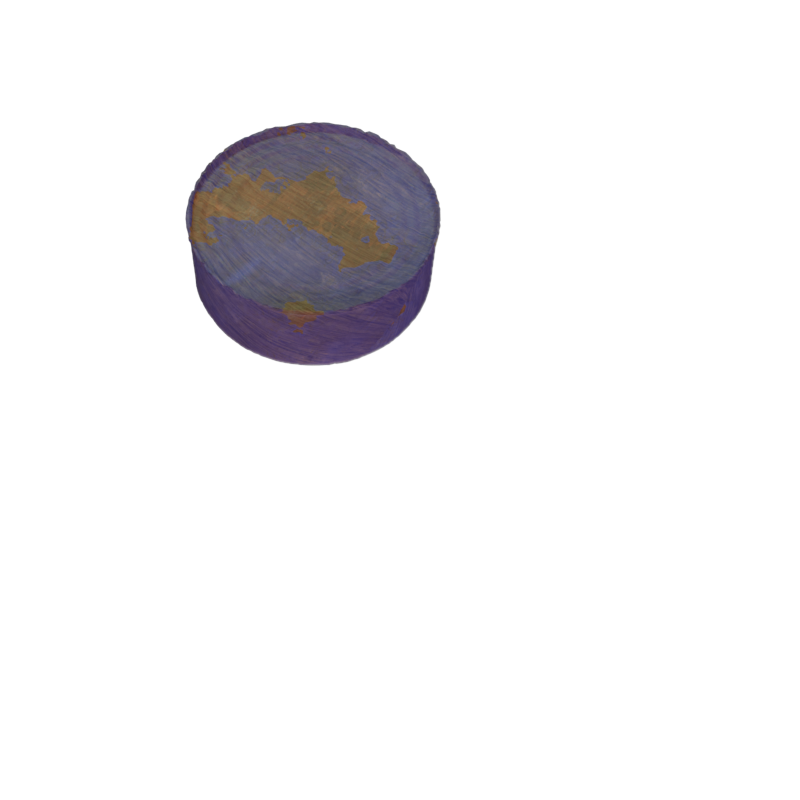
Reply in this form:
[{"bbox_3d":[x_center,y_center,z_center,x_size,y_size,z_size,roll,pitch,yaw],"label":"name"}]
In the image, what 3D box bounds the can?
[{"bbox_3d":[-0.030,-0.055,0.385,0.086,0.092,0.031,-1,-37,-1],"label":"can"}]
